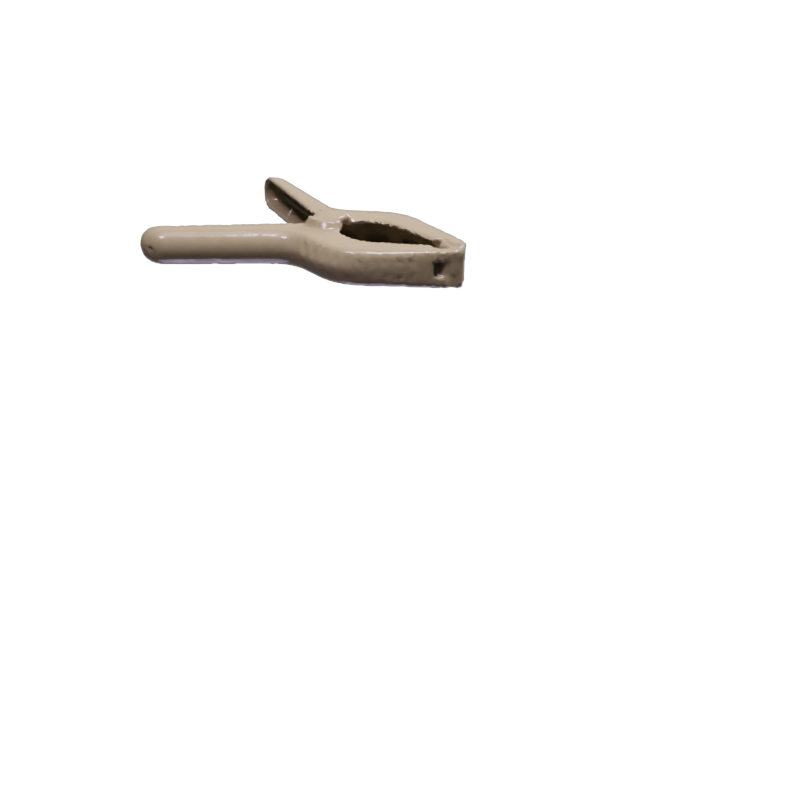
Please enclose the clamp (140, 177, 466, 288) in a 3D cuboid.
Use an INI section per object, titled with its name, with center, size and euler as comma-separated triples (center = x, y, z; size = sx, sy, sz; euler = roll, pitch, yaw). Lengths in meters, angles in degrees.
[clamp]
center = -0.059, -0.108, 0.753
size = 0.221, 0.035, 0.164
euler = 18, 32, 32
